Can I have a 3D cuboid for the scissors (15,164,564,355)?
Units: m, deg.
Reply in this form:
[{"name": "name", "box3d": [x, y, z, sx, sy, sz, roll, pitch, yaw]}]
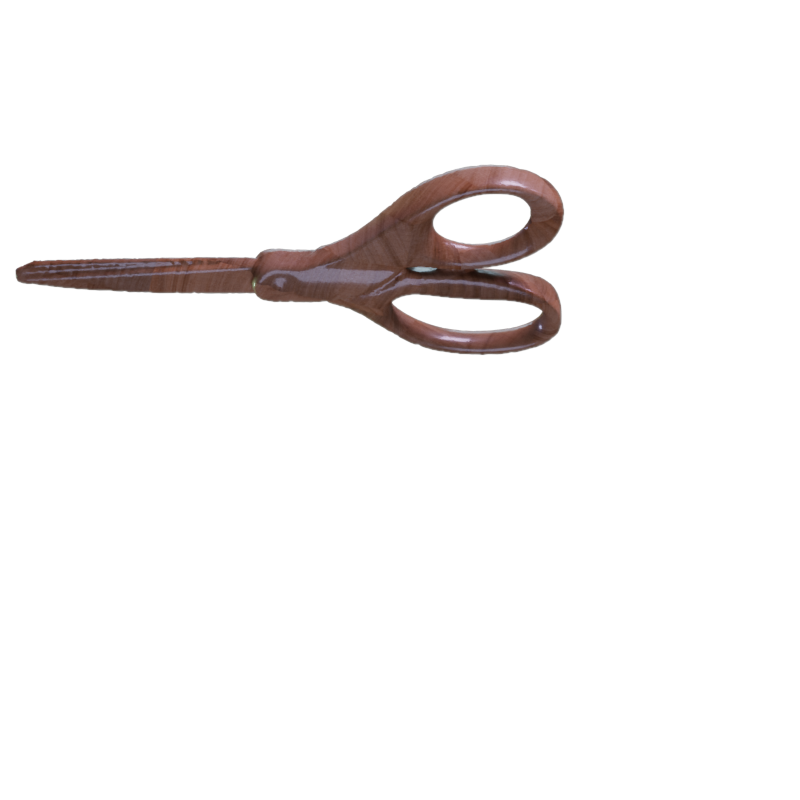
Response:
[{"name": "scissors", "box3d": [-0.031, -0.056, 0.395, 0.198, 0.017, 0.091, 11, -44, -11]}]
